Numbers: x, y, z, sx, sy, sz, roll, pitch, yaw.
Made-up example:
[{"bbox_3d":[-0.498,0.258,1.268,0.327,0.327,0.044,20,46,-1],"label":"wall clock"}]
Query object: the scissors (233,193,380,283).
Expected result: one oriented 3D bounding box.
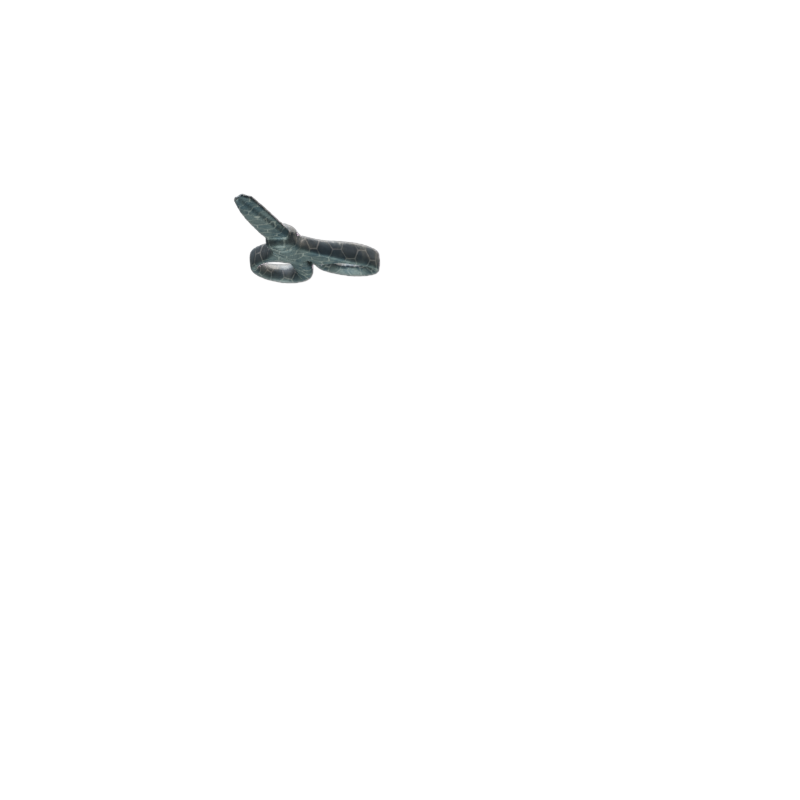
[{"bbox_3d":[-0.053,-0.097,0.682,0.095,0.016,0.199,1,-5,-7],"label":"scissors"}]
